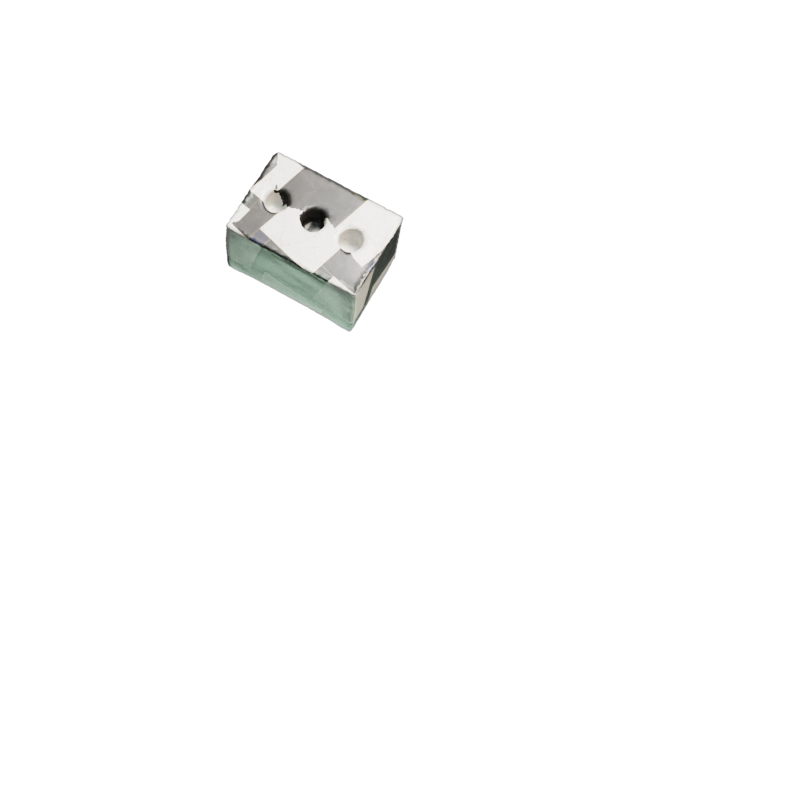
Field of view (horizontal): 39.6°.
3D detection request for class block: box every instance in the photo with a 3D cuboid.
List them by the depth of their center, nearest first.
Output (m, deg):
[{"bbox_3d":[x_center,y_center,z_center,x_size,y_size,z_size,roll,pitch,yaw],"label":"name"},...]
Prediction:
[{"bbox_3d":[-0.045,-0.083,0.579,0.080,0.054,0.049,28,-20,10],"label":"block"}]
